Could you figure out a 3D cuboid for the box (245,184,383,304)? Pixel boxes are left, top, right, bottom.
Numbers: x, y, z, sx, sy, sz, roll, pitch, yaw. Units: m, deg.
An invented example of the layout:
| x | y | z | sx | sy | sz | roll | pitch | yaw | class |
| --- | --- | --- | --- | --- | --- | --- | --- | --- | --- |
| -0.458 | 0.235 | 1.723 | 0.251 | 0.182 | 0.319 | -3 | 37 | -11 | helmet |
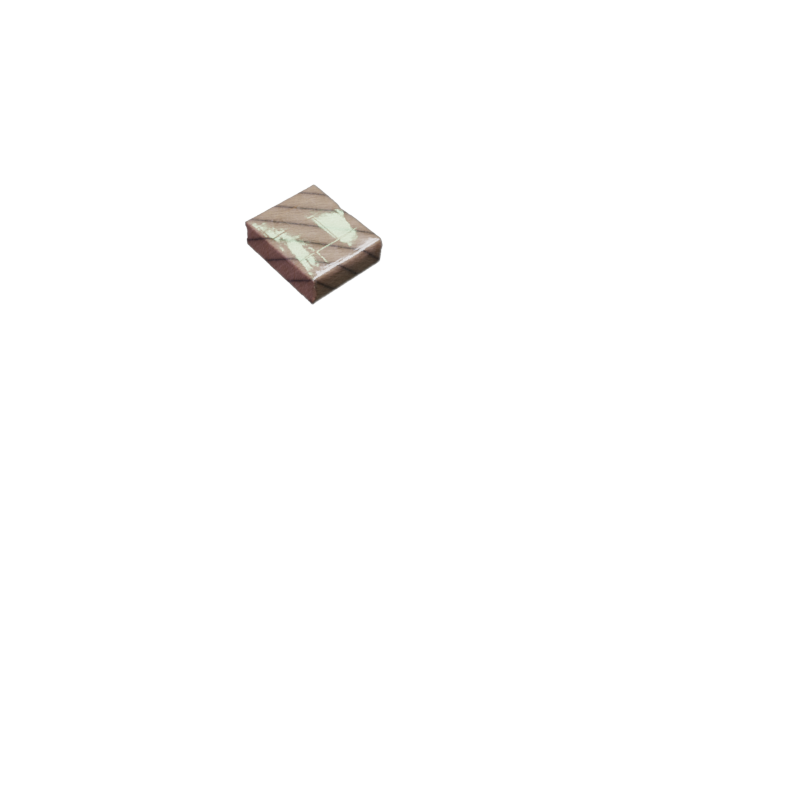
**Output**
| x | y | z | sx | sy | sz | roll | pitch | yaw | class |
| --- | --- | --- | --- | --- | --- | --- | --- | --- | --- |
| -0.070 | -0.128 | 0.898 | 0.073 | 0.028 | 0.095 | -32 | 57 | -25 | box |
